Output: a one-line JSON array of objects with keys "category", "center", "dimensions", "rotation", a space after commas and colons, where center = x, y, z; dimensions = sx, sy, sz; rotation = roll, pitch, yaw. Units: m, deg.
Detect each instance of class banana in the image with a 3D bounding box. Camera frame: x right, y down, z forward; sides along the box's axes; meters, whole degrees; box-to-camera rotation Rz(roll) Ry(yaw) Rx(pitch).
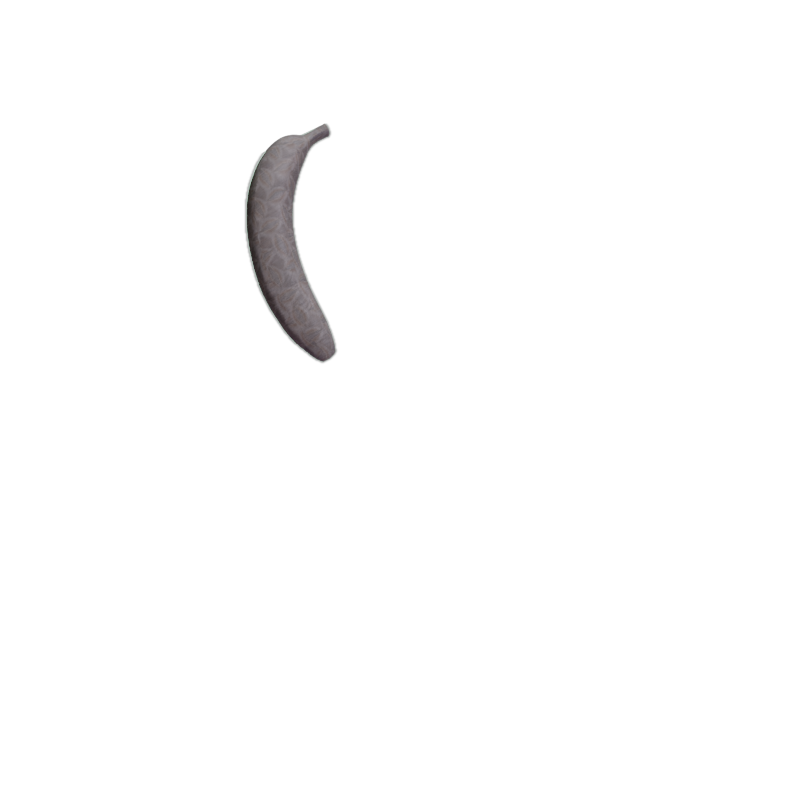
[{"category": "banana", "center": [-0.087, -0.129, 0.879], "dimensions": [0.069, 0.204, 0.036], "rotation": [-2, -13, -1]}]
